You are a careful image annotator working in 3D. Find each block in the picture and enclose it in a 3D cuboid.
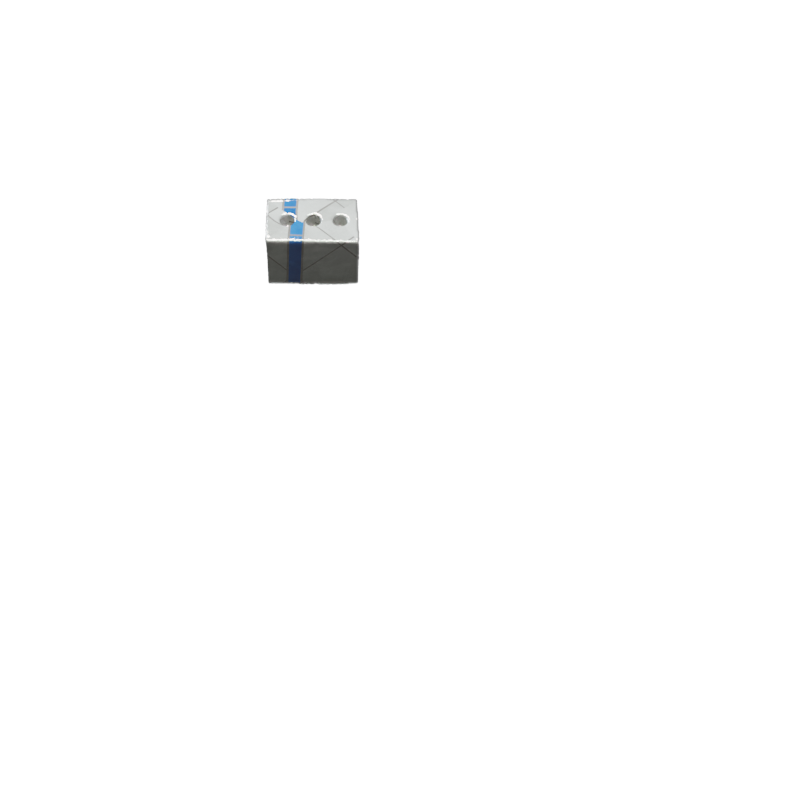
[{"bbox_3d":[-0.073,-0.132,0.926,0.078,0.057,0.048,0,-42,-2],"label":"block"}]
